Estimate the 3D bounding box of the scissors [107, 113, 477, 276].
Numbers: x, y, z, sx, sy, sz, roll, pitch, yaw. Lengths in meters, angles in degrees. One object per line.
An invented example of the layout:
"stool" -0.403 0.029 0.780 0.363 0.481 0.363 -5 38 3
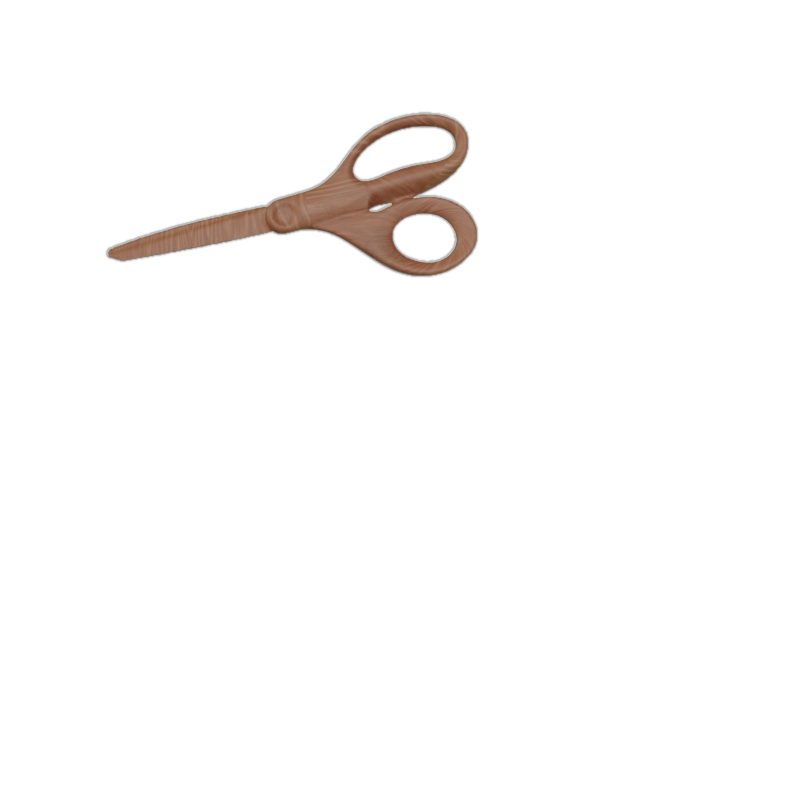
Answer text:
"scissors" -0.047 -0.085 0.596 0.201 0.098 0.015 -28 -6 -4
